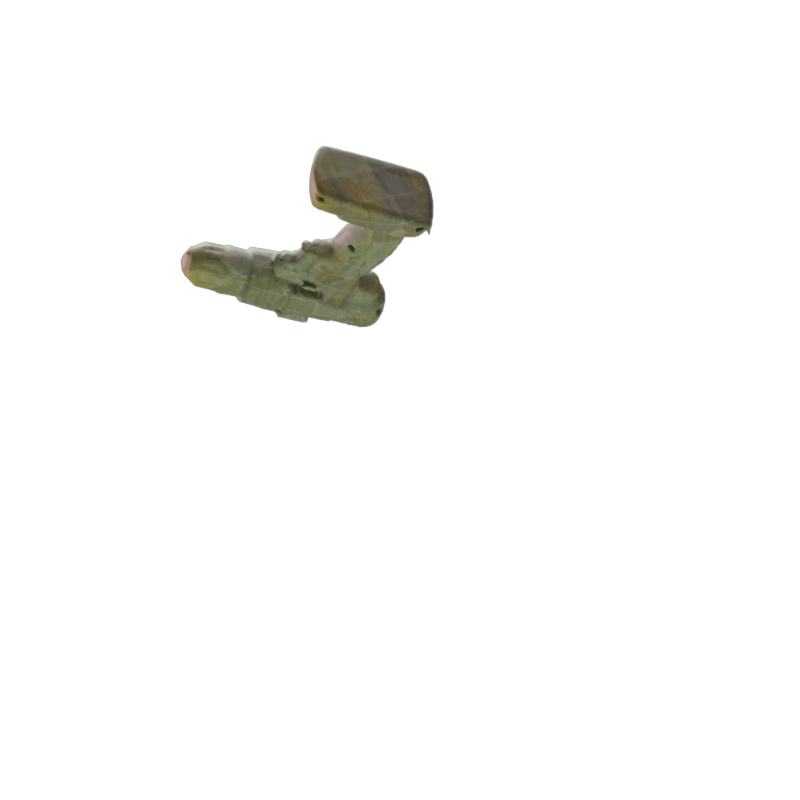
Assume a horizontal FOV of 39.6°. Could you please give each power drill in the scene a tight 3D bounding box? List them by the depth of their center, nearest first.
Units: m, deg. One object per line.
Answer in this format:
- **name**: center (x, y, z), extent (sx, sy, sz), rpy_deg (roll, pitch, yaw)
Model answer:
- **power drill**: center (-0.072, -0.131, 0.914), extent (0.178, 0.061, 0.183), rpy_deg (11, -29, -21)
